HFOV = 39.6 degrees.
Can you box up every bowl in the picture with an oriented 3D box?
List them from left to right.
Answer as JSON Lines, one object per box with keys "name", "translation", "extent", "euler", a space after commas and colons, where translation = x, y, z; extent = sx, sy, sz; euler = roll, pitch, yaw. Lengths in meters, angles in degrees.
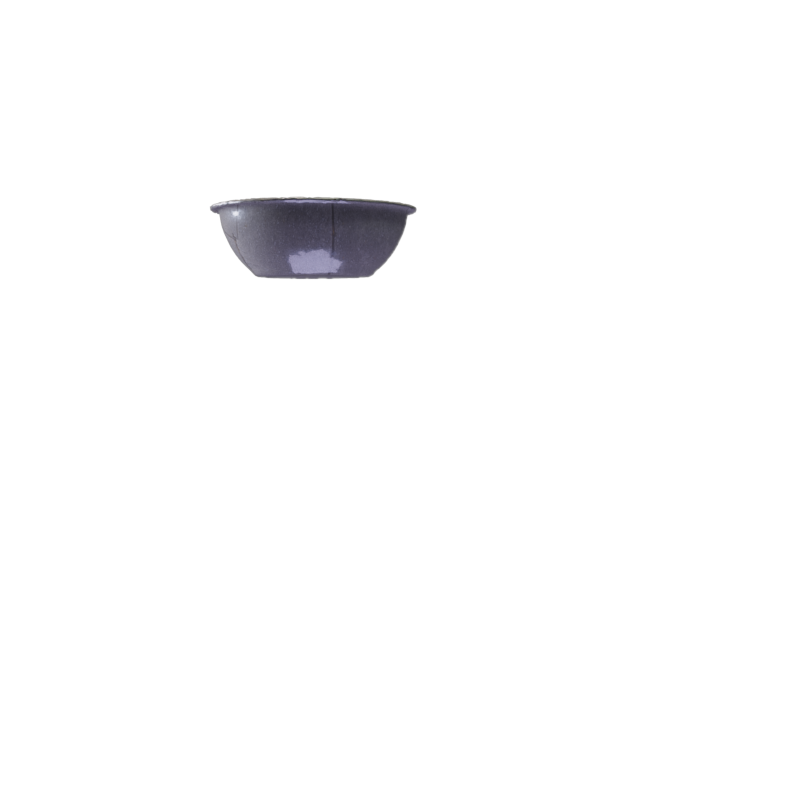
{"name": "bowl", "translation": [-0.068, -0.123, 0.863], "extent": [0.162, 0.055, 0.162], "euler": [0, 3, -2]}
